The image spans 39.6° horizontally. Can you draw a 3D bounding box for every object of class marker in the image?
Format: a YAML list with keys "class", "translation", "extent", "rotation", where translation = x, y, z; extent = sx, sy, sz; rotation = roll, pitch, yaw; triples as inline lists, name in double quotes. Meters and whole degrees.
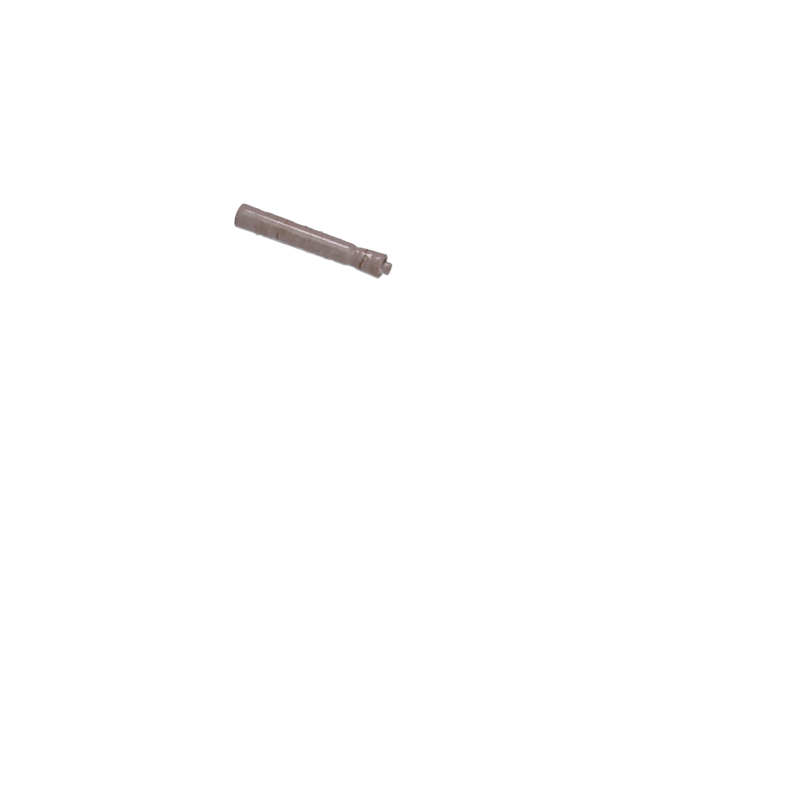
- class: "marker"
  translation: [-0.064, -0.116, 0.812]
  extent: [0.124, 0.019, 0.019]
  rotation: [21, 8, 13]
